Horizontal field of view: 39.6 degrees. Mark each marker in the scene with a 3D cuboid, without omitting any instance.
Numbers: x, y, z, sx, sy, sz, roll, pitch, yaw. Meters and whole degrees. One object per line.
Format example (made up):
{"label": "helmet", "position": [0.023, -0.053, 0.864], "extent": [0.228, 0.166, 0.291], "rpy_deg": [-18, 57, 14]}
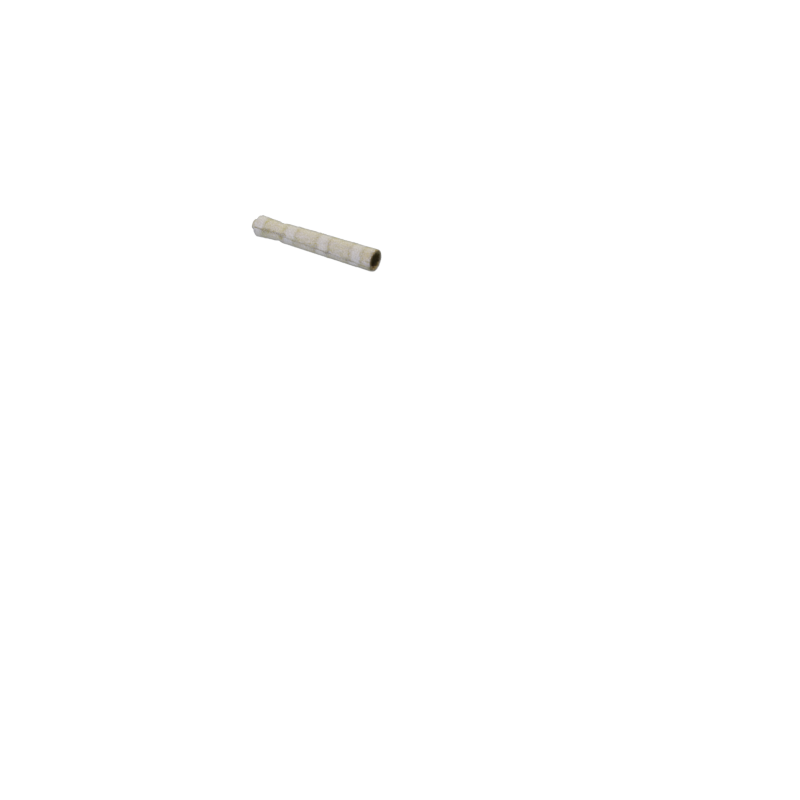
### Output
{"label": "marker", "position": [-0.072, -0.130, 0.914], "extent": [0.127, 0.019, 0.019], "rpy_deg": [21, 13, 29]}
